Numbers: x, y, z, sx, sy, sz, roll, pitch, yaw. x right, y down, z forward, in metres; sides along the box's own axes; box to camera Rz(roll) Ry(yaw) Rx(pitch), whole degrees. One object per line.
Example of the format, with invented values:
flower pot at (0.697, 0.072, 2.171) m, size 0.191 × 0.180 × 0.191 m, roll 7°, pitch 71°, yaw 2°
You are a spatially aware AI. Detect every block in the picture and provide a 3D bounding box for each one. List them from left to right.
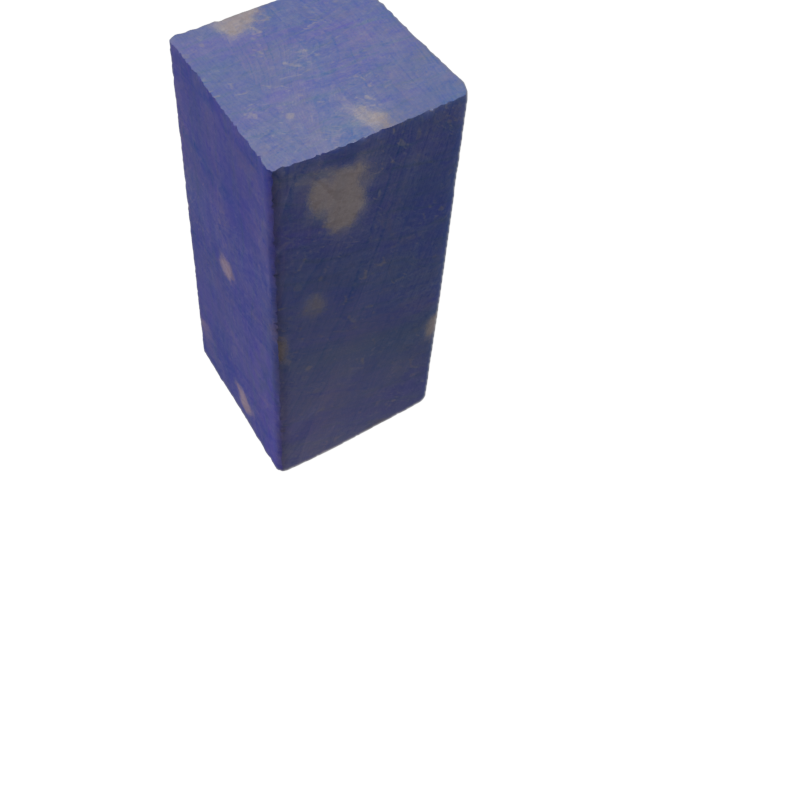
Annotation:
block at (-0.039, -0.072, 0.506) m, size 0.090 × 0.097 × 0.192 m, roll -24°, pitch -33°, yaw -21°
